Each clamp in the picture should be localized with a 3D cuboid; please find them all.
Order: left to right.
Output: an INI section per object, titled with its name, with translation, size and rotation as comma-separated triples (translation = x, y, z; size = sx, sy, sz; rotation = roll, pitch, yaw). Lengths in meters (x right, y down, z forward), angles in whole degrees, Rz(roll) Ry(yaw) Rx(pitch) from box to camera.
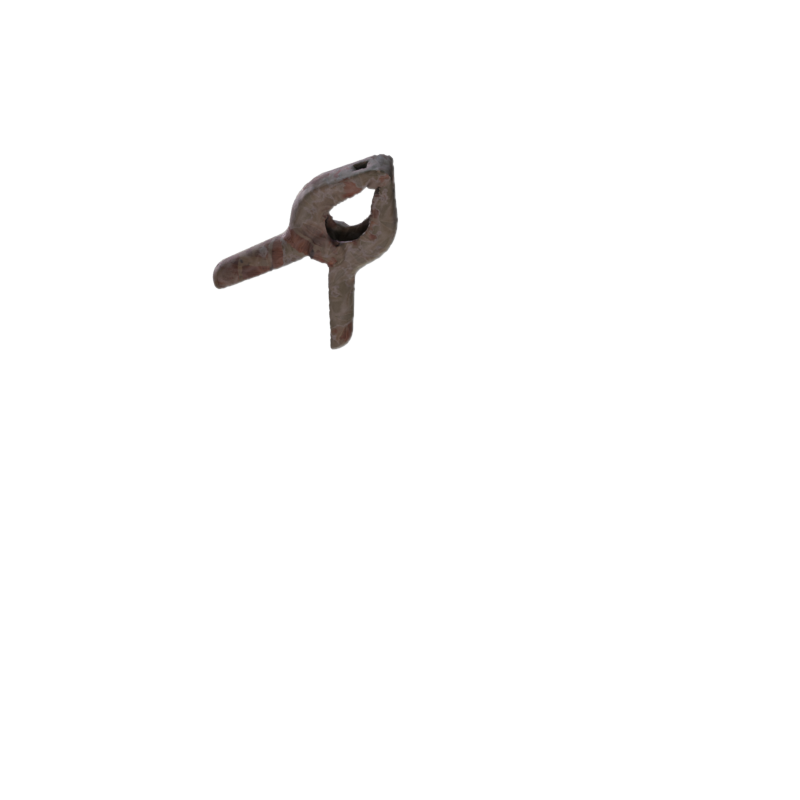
[clamp]
translation = -0.065, -0.119, 0.833
size = 0.117, 0.164, 0.042
rotation = 19, 34, -14
